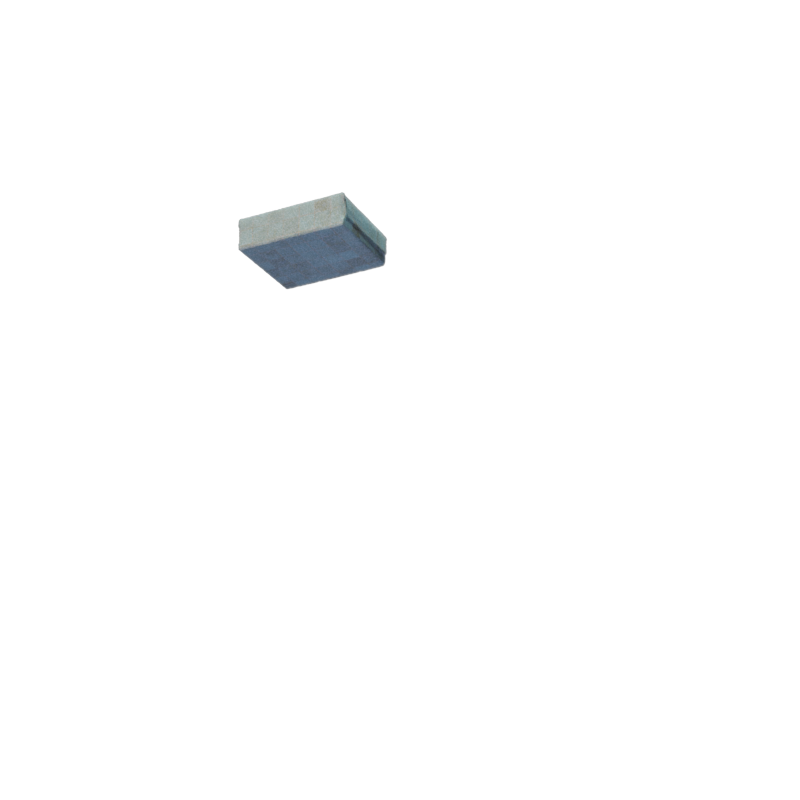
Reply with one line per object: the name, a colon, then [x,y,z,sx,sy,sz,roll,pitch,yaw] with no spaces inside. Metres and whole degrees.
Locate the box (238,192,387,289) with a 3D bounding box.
box: [-0.065,-0.118,0.826,0.091,0.032,0.068,-11,-26,24]
